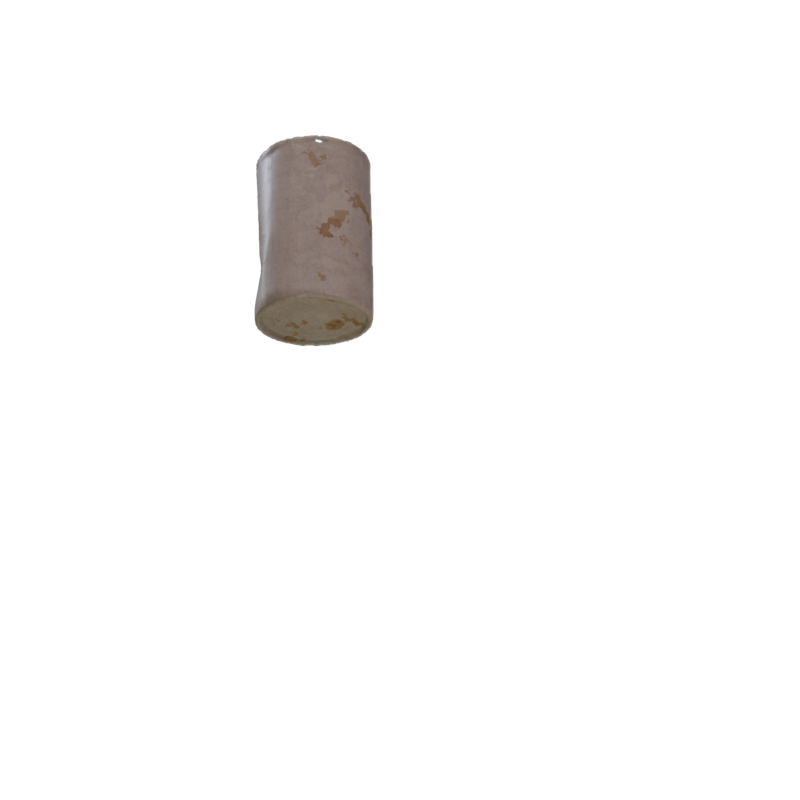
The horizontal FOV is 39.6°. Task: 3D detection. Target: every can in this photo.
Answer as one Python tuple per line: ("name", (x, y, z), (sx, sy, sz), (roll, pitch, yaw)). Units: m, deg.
("can", (-0.050, -0.090, 0.632), (0.068, 0.108, 0.065), (0, -26, -2))
